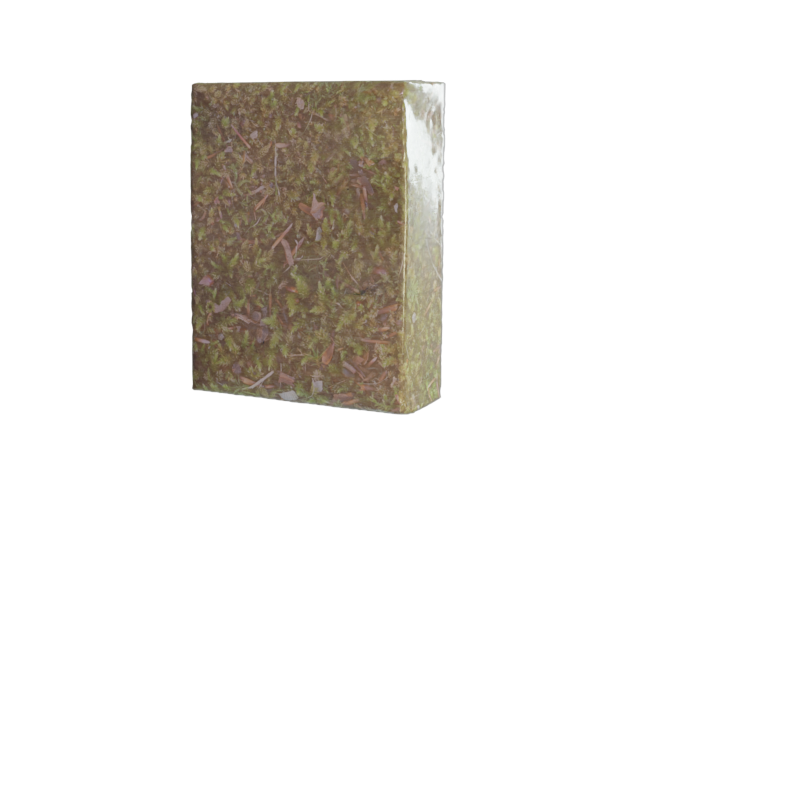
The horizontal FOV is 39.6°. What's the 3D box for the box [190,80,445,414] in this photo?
[{"bbox_3d":[-0.058,-0.106,0.744,0.170,0.210,0.070,5,9,27],"label":"box"}]
